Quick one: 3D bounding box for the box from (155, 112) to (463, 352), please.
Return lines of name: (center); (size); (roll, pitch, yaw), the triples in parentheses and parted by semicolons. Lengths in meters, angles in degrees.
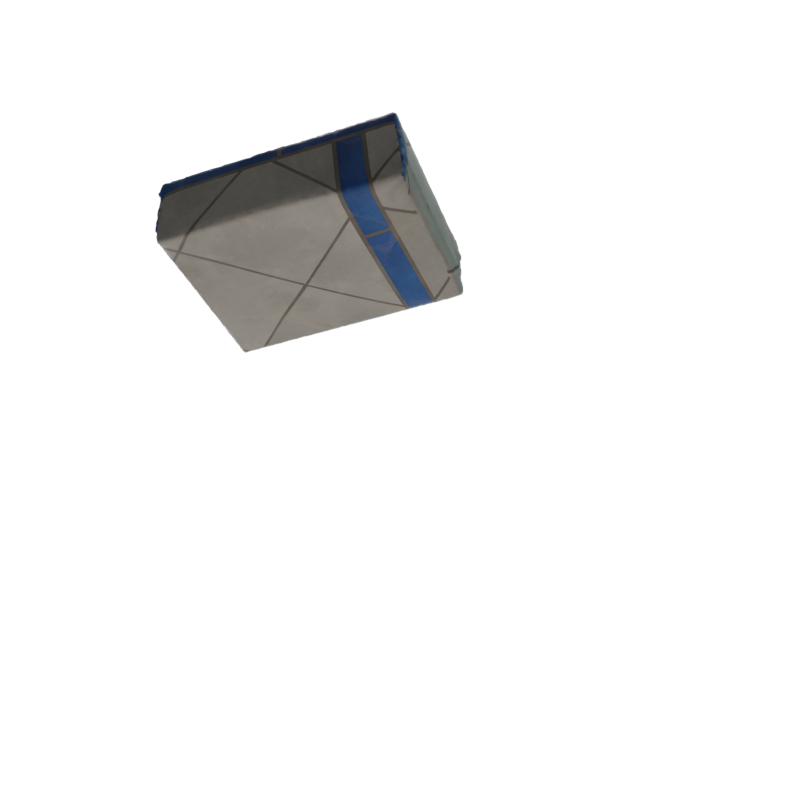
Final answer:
box: (-0.039, -0.070, 0.493); (0.115, 0.042, 0.083); (-12, -37, 16)
